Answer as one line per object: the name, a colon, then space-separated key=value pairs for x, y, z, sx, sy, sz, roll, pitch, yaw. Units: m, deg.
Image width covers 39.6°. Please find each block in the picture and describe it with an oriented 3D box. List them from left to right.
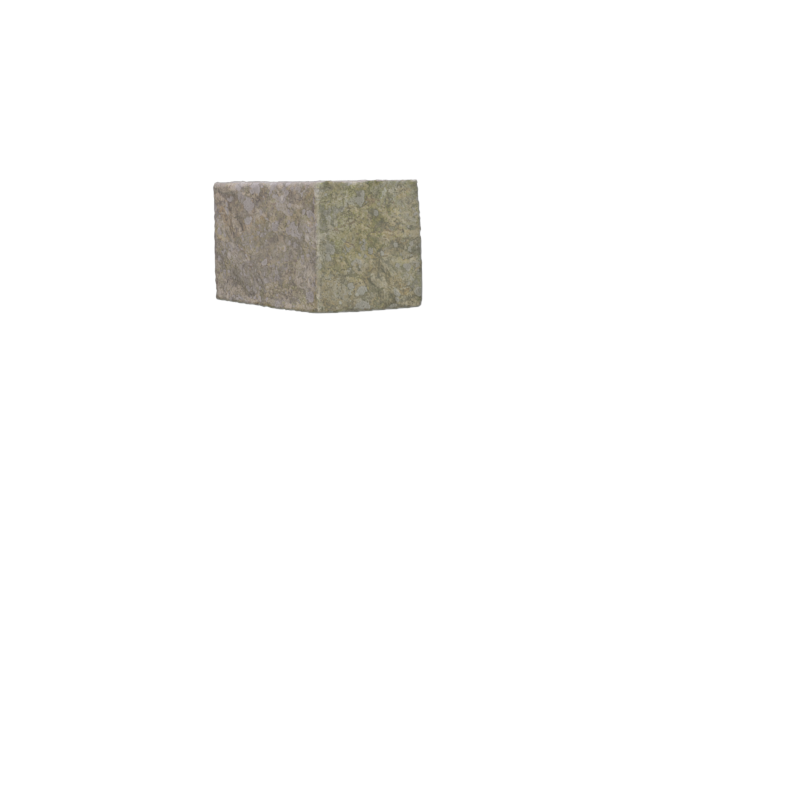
block: x=-0.036 y=-0.065 z=0.456 sx=0.051 sy=0.051 sz=0.082 roll=-5 pitch=10 yaw=-39
